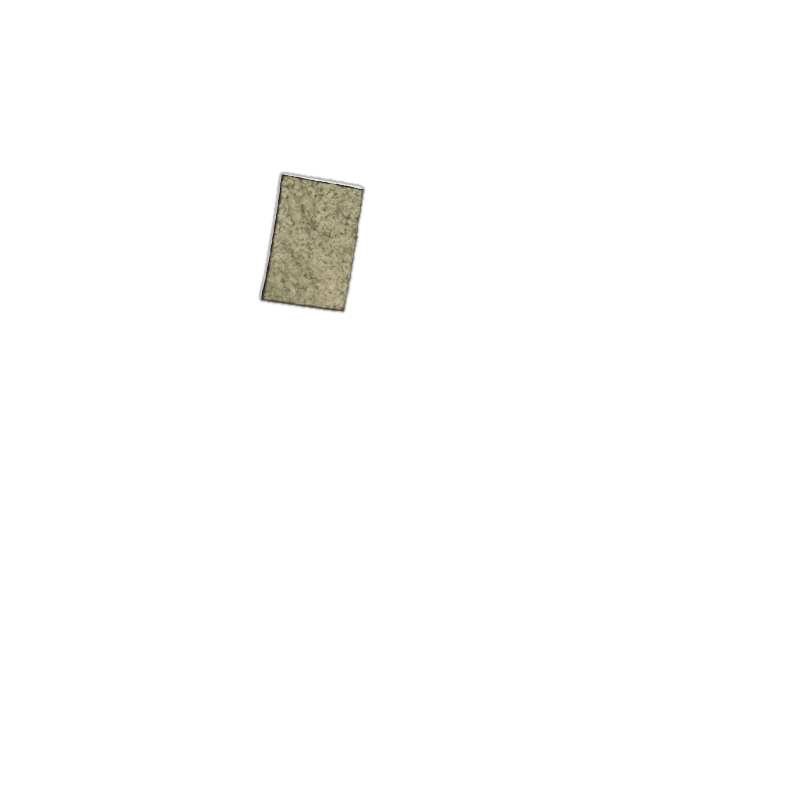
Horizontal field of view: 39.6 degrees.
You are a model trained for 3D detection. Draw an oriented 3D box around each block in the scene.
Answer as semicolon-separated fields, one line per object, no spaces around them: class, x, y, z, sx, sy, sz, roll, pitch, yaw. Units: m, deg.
block;-0.053;-0.097;0.681;0.052;0.077;0.052;10;5;-3
